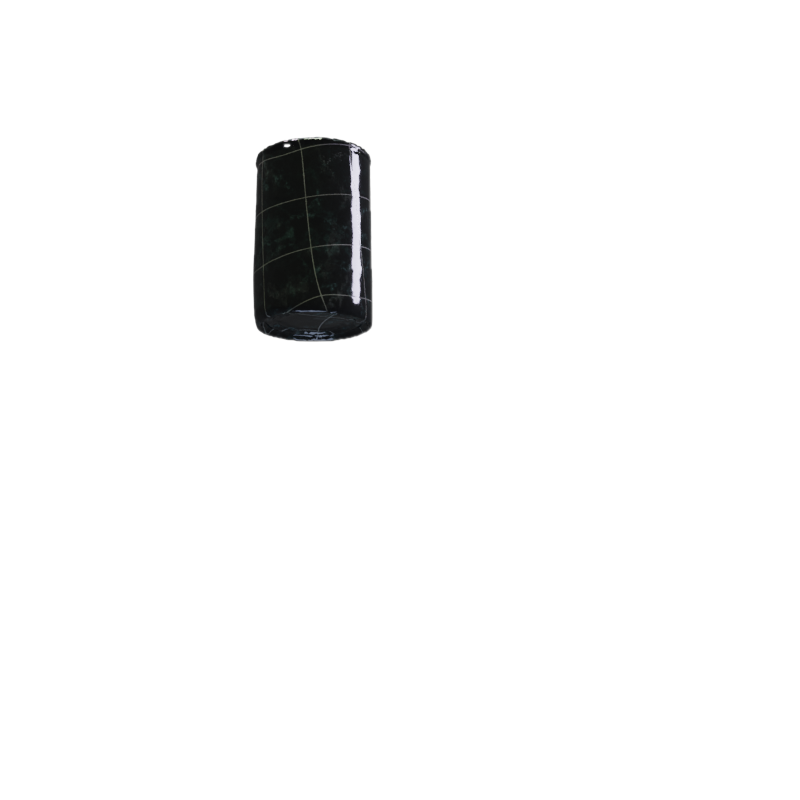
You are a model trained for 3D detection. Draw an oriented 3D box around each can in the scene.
[{"bbox_3d":[-0.050,-0.091,0.636,0.068,0.107,0.066,0,-17,-2],"label":"can"}]
